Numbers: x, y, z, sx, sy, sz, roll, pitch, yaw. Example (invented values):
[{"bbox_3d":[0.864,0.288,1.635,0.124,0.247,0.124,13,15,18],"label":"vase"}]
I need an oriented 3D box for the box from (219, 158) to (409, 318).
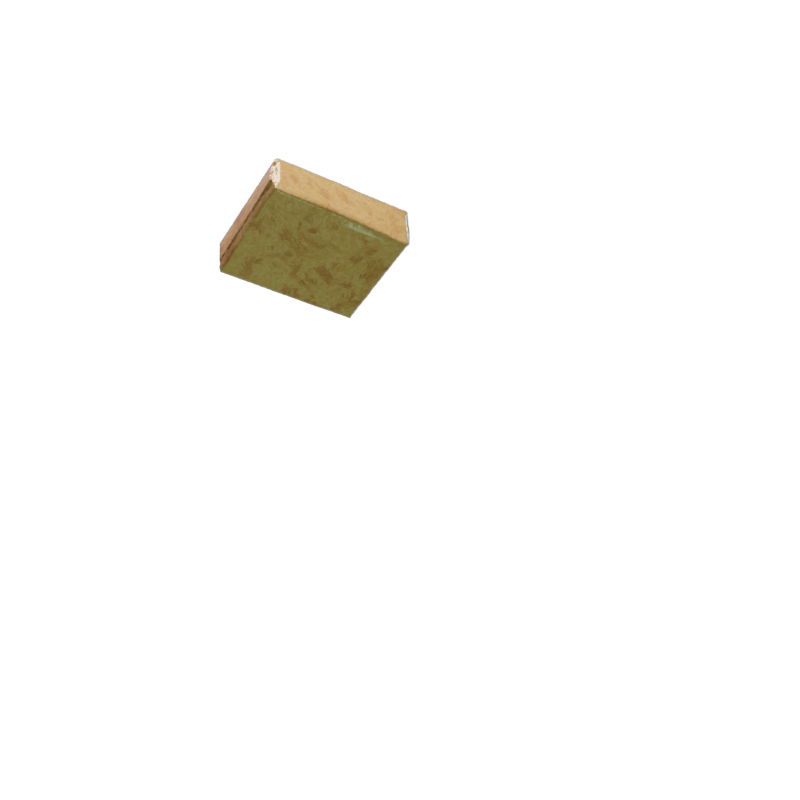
[{"bbox_3d":[-0.063,-0.115,0.803,0.109,0.042,0.087,22,-49,-21],"label":"box"}]
